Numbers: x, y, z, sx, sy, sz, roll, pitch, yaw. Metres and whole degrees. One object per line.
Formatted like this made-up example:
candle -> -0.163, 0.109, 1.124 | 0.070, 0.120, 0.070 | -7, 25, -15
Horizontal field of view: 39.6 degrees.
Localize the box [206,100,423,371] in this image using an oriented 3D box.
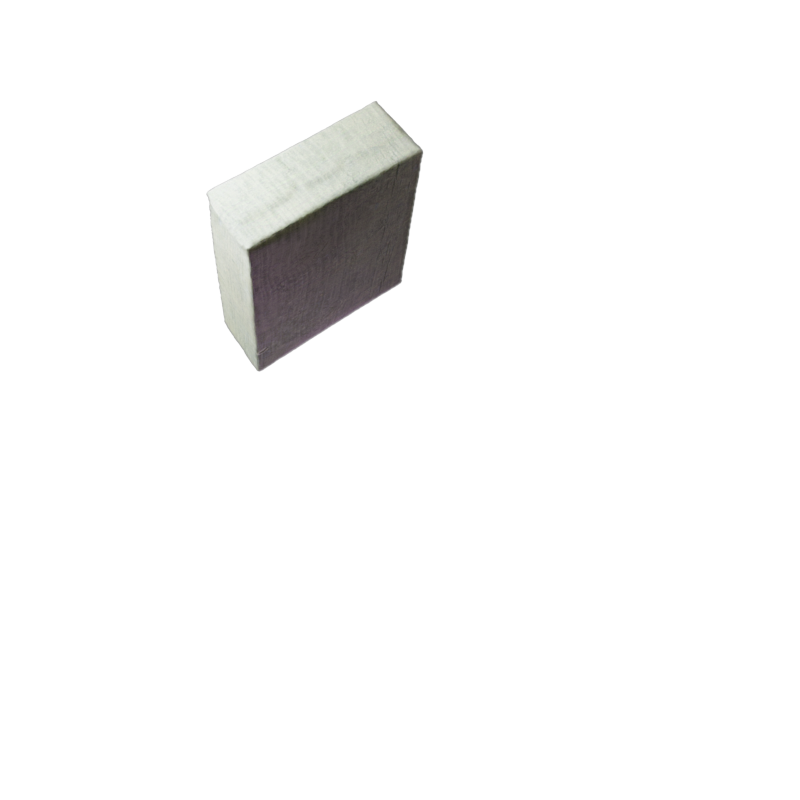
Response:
box -> -0.073, -0.133, 0.934 | 0.164, 0.076, 0.202 | -33, -20, -18
